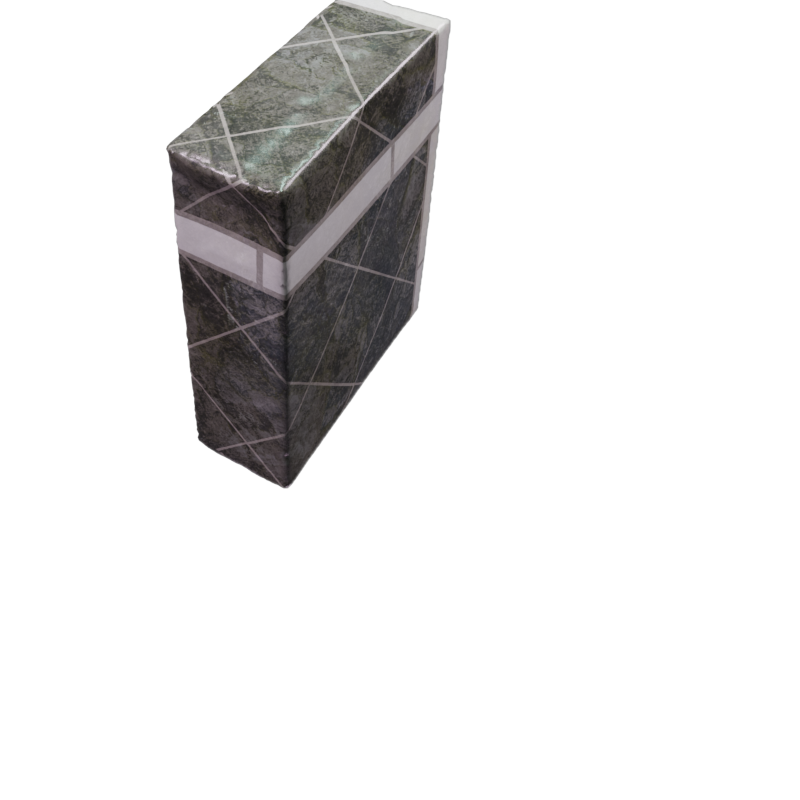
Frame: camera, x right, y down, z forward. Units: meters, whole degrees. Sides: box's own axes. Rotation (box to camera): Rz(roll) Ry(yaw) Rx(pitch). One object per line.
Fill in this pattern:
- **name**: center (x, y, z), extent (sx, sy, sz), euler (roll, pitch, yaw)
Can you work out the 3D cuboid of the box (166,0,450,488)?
- **box**: center (-0.046, -0.085, 0.593), extent (0.075, 0.199, 0.169), euler (22, 50, 16)
